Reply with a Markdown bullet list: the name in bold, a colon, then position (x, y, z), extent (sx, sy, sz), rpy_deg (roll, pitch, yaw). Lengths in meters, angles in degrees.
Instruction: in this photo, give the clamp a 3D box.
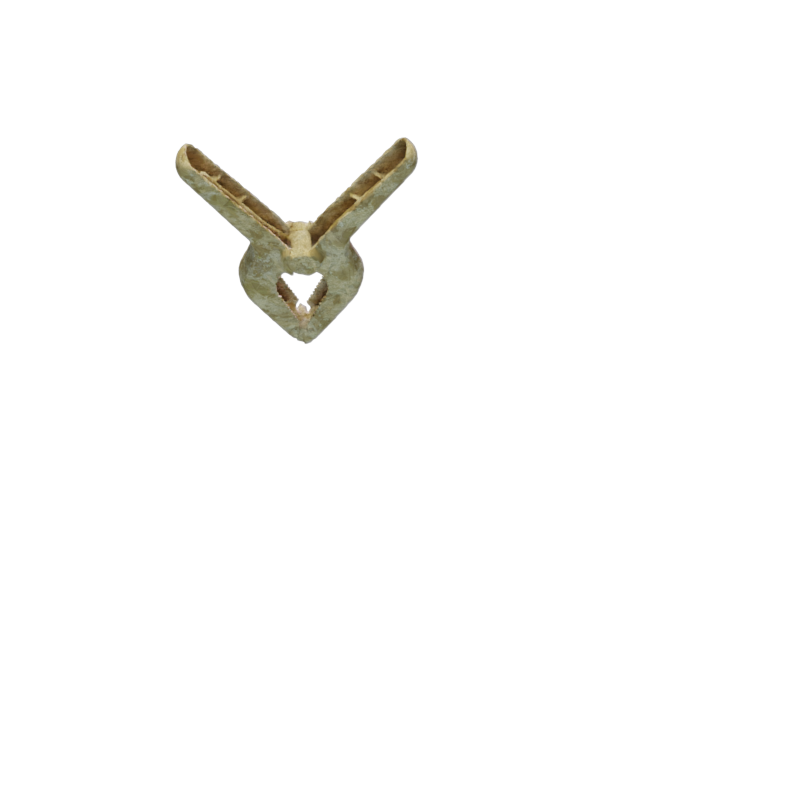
- **clamp**: position (-0.064, -0.117, 0.819), extent (0.165, 0.039, 0.194), rpy_deg (-4, -38, 5)
